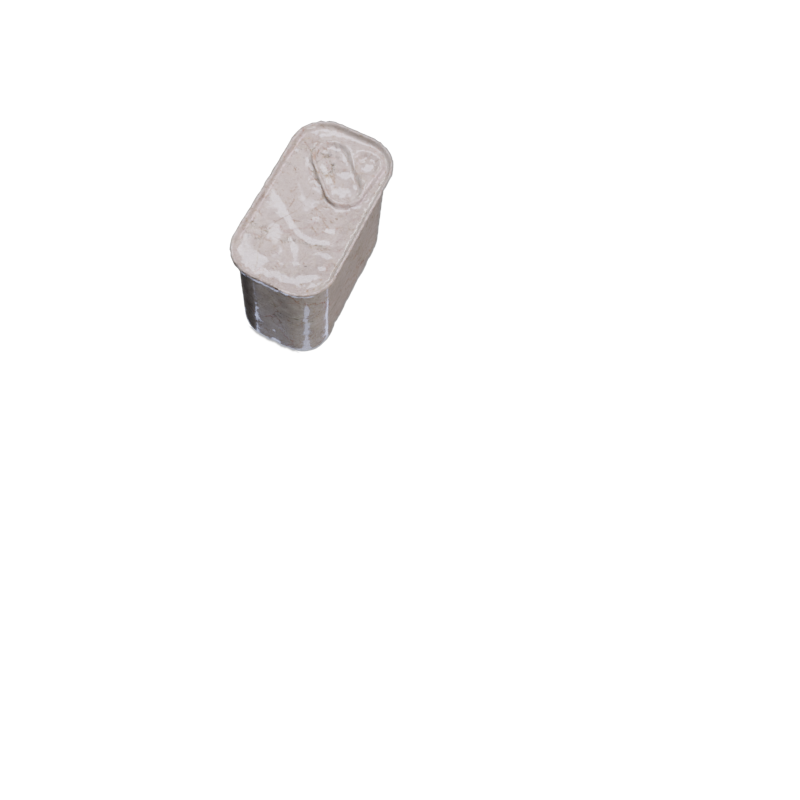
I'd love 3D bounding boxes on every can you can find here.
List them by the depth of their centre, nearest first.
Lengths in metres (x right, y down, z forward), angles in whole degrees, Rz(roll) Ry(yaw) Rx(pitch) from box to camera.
[{"bbox_3d":[-0.047,-0.086,0.605,0.059,0.105,0.079,24,-22,7],"label":"can"}]
